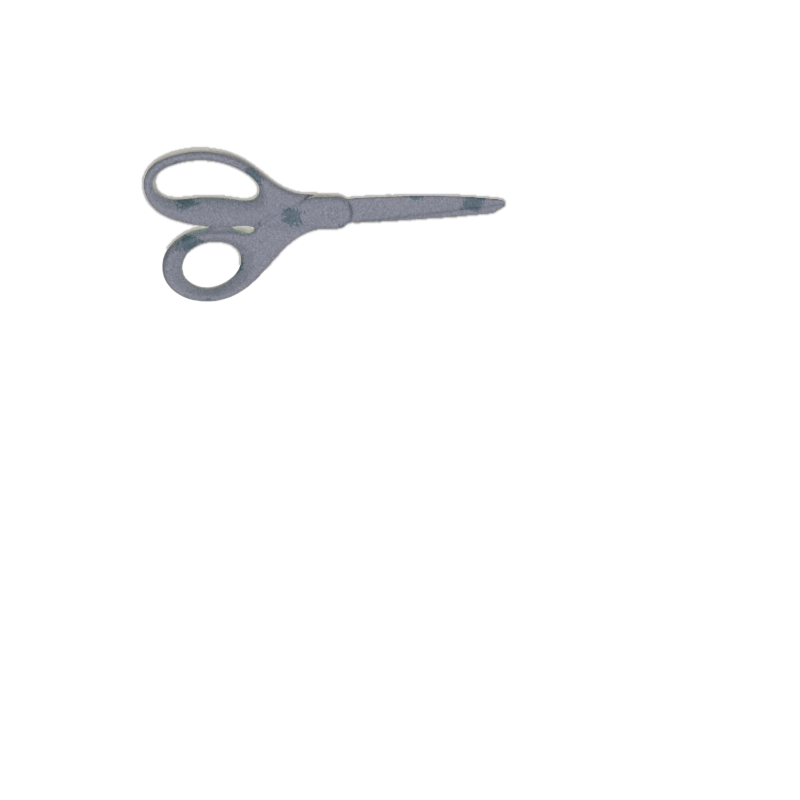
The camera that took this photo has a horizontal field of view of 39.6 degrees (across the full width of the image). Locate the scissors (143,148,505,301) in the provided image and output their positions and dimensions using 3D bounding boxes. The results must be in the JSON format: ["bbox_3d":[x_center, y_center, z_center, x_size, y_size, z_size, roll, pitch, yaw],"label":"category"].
[{"bbox_3d":[-0.049,-0.090,0.631,0.200,0.093,0.016,13,15,-3],"label":"scissors"}]
